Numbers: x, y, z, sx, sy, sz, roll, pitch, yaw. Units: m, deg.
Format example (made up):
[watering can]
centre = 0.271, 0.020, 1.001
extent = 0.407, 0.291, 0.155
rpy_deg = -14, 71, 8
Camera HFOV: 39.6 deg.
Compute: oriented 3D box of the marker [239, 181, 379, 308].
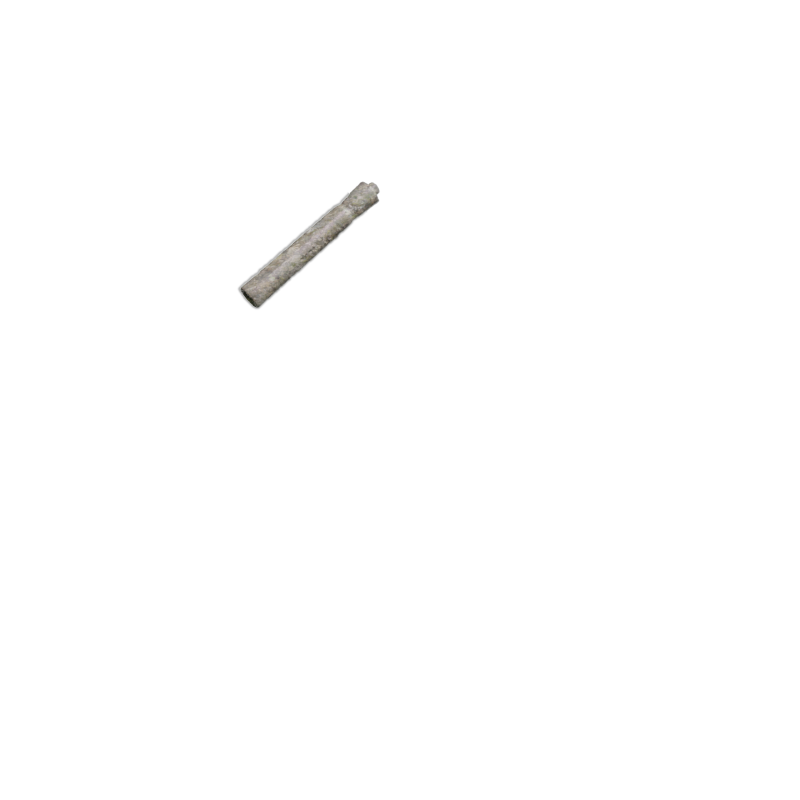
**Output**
[marker]
centre = -0.060, -0.109, 0.764
extent = 0.122, 0.019, 0.020
rpy_deg = -43, 18, -15
